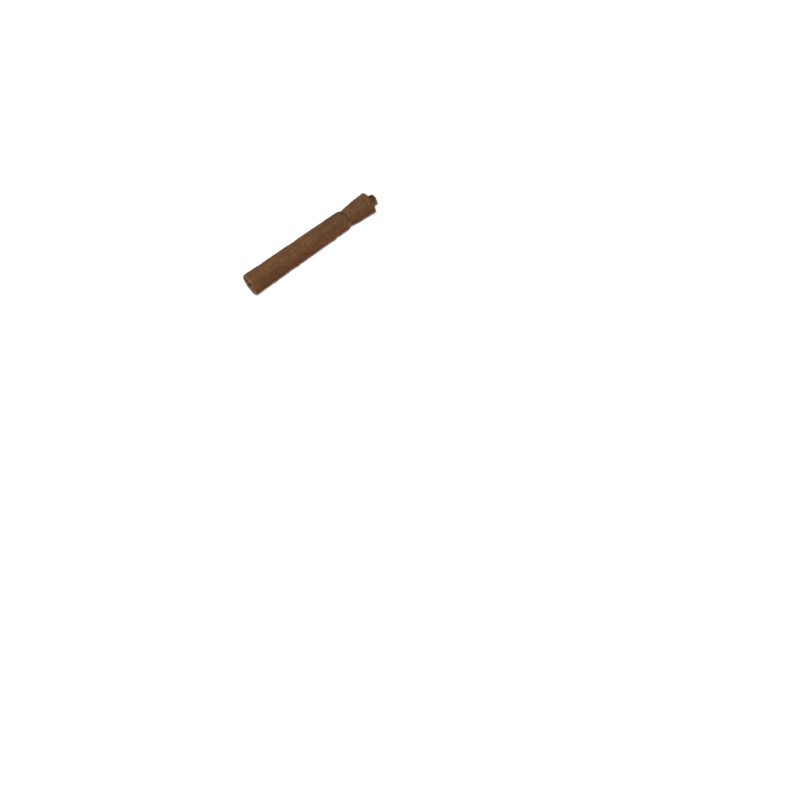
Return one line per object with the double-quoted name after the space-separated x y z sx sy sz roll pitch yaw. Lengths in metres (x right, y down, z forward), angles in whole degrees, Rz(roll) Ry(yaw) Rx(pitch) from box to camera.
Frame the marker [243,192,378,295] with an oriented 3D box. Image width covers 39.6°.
-0.067 -0.121 0.850 0.121 0.019 0.020 -37 15 -14 "marker"
